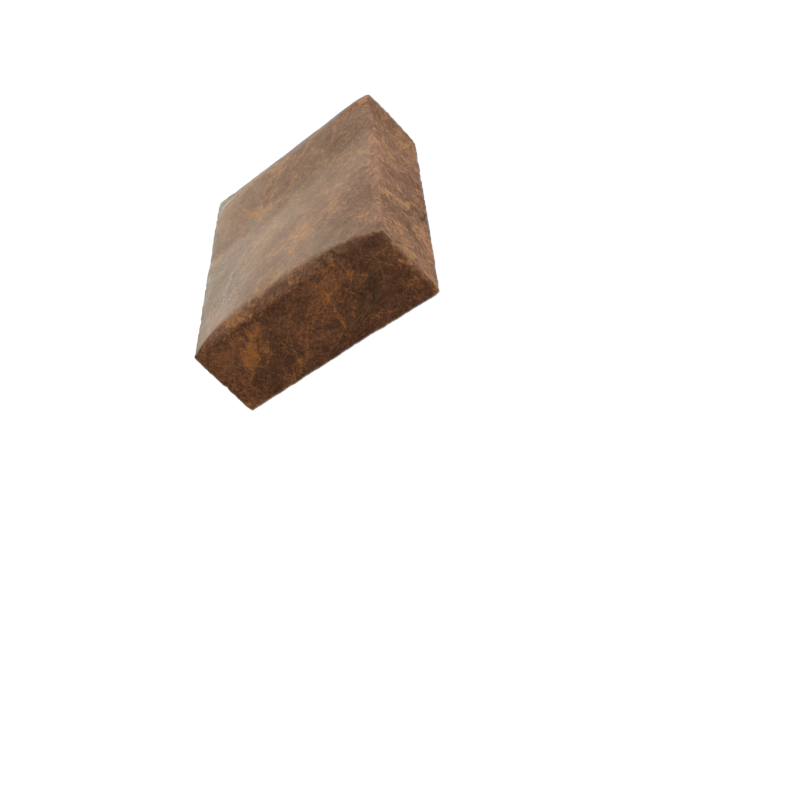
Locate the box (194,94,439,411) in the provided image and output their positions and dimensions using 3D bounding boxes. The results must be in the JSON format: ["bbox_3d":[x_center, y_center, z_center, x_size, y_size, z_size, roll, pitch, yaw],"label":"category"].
[{"bbox_3d":[-0.064,-0.117,0.822,0.163,0.067,0.229,-32,33,19],"label":"box"}]
